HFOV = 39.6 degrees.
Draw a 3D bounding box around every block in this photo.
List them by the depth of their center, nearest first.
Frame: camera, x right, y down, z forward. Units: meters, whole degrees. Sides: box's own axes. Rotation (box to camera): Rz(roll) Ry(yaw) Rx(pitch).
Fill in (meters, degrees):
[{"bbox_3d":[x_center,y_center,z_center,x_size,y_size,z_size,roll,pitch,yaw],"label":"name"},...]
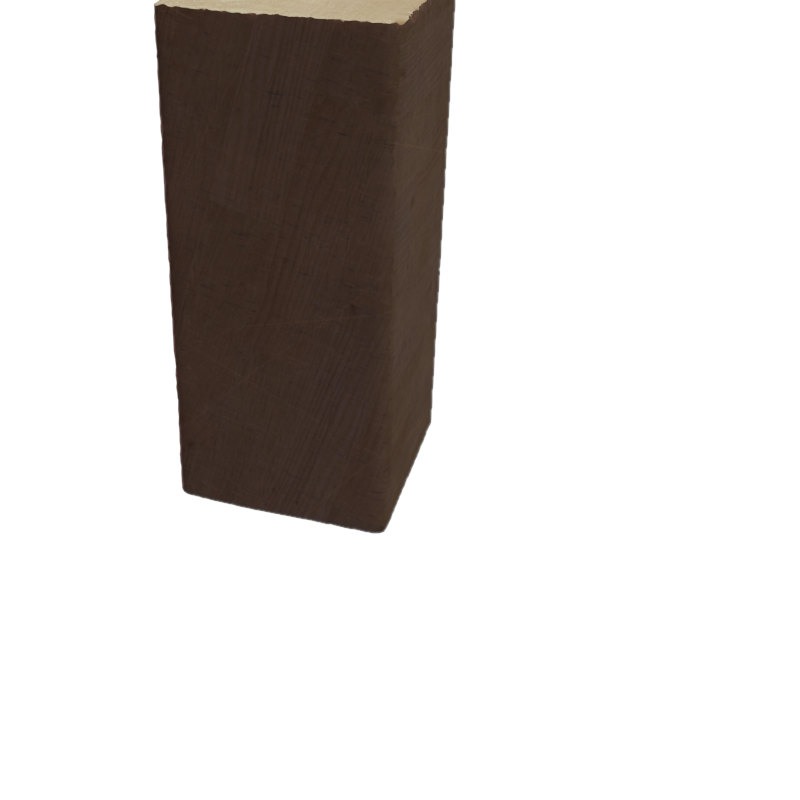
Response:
[{"bbox_3d":[-0.034,-0.063,0.444,0.092,0.195,0.094,9,28,14],"label":"block"}]
